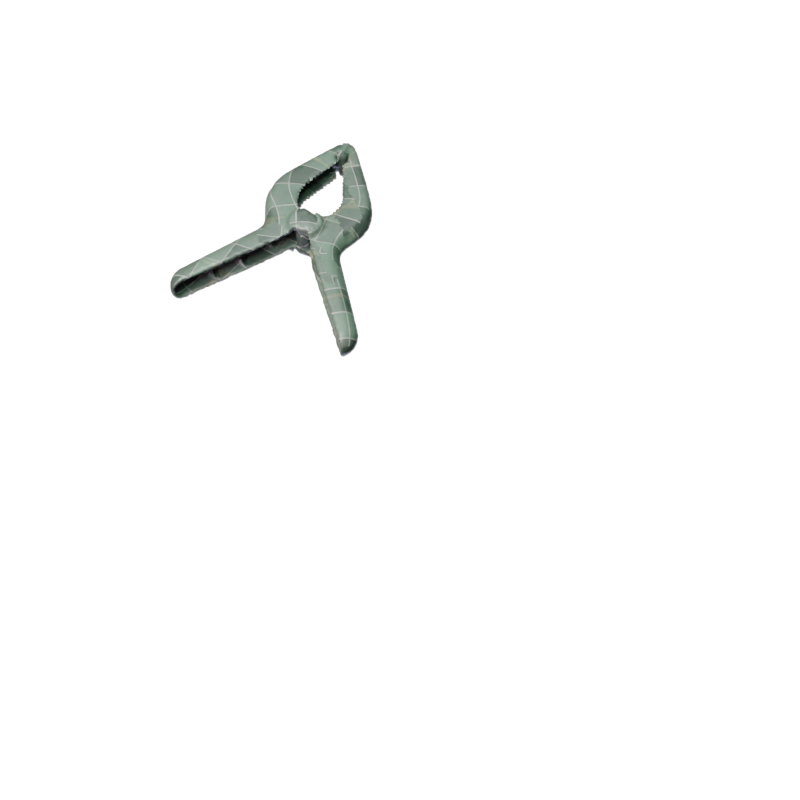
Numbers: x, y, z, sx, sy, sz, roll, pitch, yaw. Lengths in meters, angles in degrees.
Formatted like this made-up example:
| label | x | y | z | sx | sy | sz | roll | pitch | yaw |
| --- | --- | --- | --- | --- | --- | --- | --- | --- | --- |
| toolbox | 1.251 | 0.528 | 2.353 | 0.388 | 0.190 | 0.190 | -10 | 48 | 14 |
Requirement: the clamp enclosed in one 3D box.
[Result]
| label | x | y | z | sx | sy | sz | roll | pitch | yaw |
| --- | --- | --- | --- | --- | --- | --- | --- | --- | --- |
| clamp | -0.074 | -0.136 | 0.951 | 0.171 | 0.217 | 0.034 | 24 | -32 | 16 |
